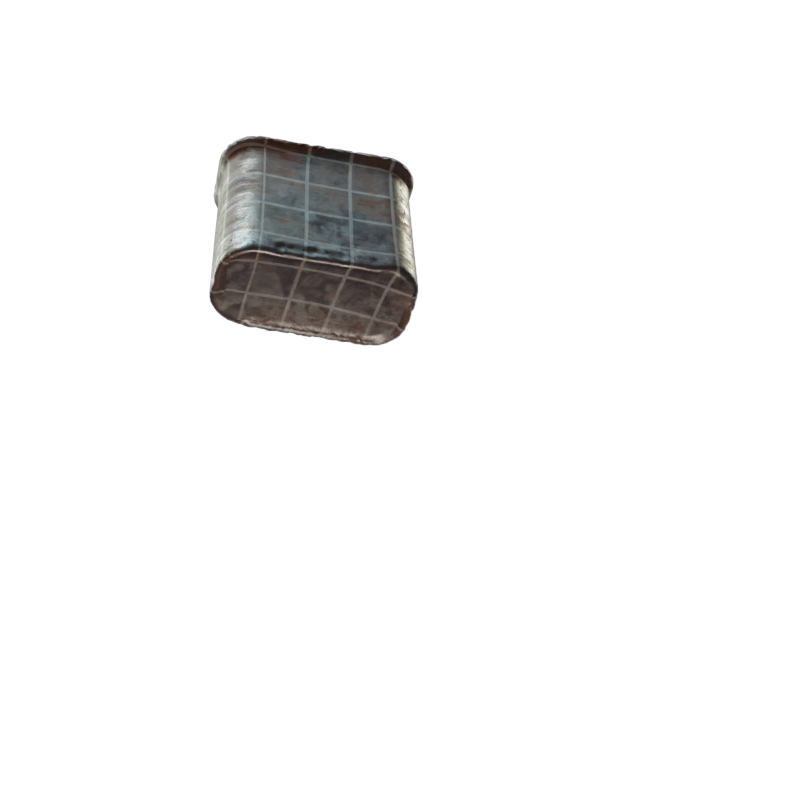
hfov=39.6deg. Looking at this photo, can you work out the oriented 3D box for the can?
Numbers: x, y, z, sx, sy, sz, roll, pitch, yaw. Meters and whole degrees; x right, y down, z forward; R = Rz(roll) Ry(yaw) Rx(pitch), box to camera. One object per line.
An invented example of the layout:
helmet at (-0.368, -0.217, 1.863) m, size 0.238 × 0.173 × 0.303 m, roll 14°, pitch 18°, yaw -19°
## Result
can at (-0.043, -0.078, 0.548) m, size 0.100 × 0.090 × 0.054 m, roll 8°, pitch -45°, yaw -10°
